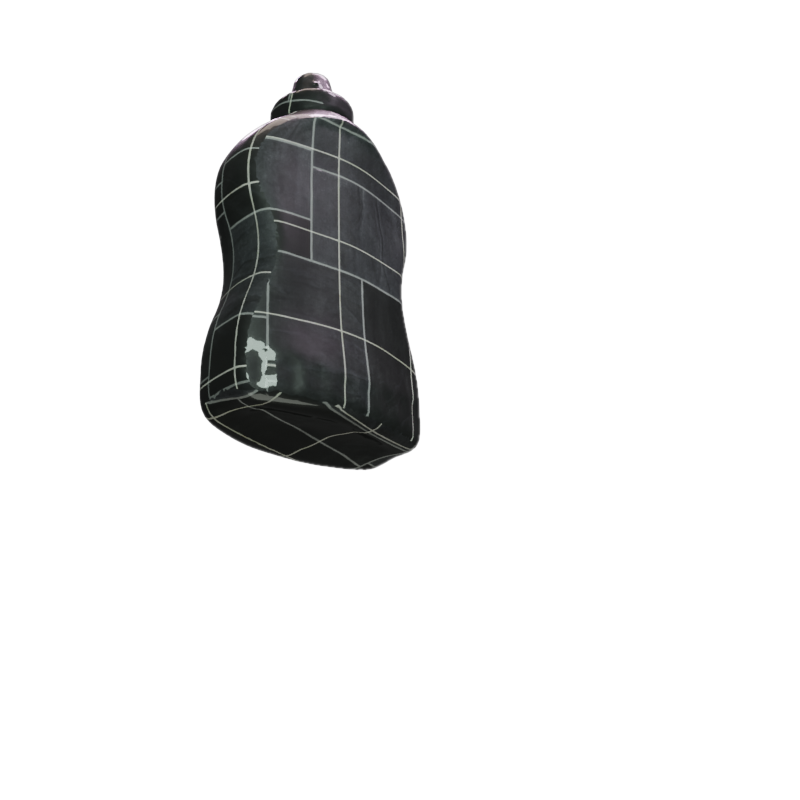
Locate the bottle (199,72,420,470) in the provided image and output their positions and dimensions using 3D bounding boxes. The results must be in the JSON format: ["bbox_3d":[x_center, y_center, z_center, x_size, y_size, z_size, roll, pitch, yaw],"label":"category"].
[{"bbox_3d":[-0.040,-0.071,0.502,0.091,0.204,0.058,19,-37,-32],"label":"bottle"}]
